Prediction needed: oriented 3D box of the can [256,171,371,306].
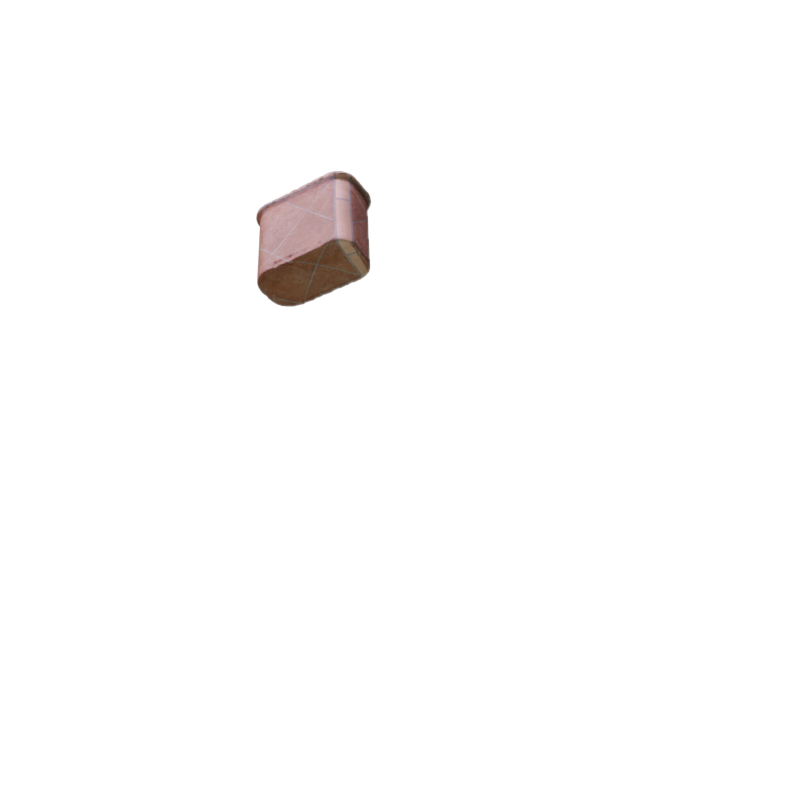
[{"bbox_3d":[-0.075,-0.136,0.954,0.102,0.090,0.053,-23,-45,22],"label":"can"}]
